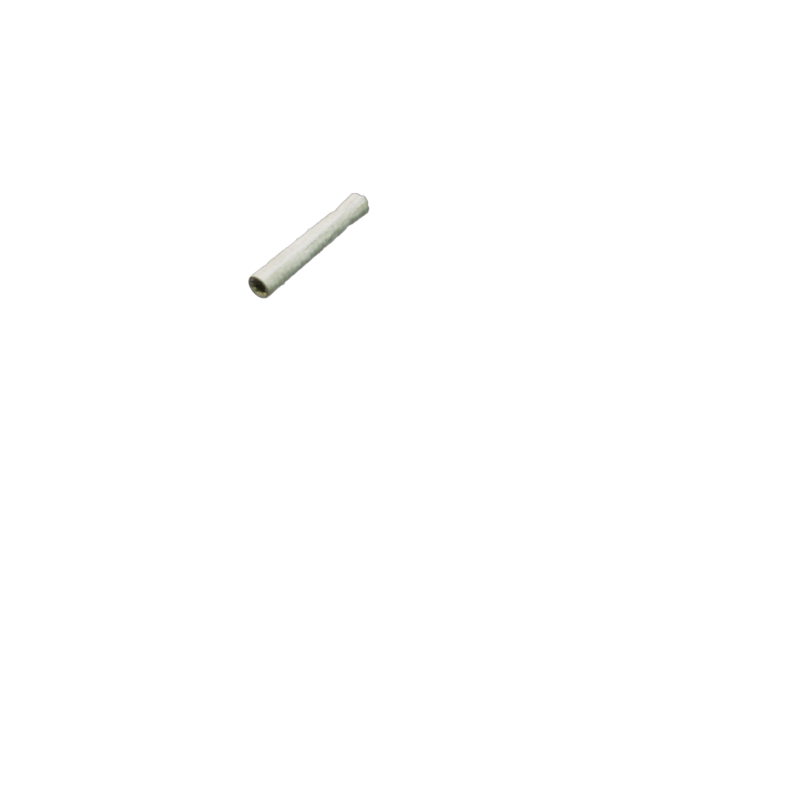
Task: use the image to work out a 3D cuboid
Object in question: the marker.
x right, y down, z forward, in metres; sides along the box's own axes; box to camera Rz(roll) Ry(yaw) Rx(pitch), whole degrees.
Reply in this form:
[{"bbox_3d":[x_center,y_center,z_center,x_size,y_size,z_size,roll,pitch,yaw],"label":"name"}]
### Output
[{"bbox_3d":[-0.061,-0.112,0.784,0.021,0.019,0.123,3,38,42],"label":"marker"}]
